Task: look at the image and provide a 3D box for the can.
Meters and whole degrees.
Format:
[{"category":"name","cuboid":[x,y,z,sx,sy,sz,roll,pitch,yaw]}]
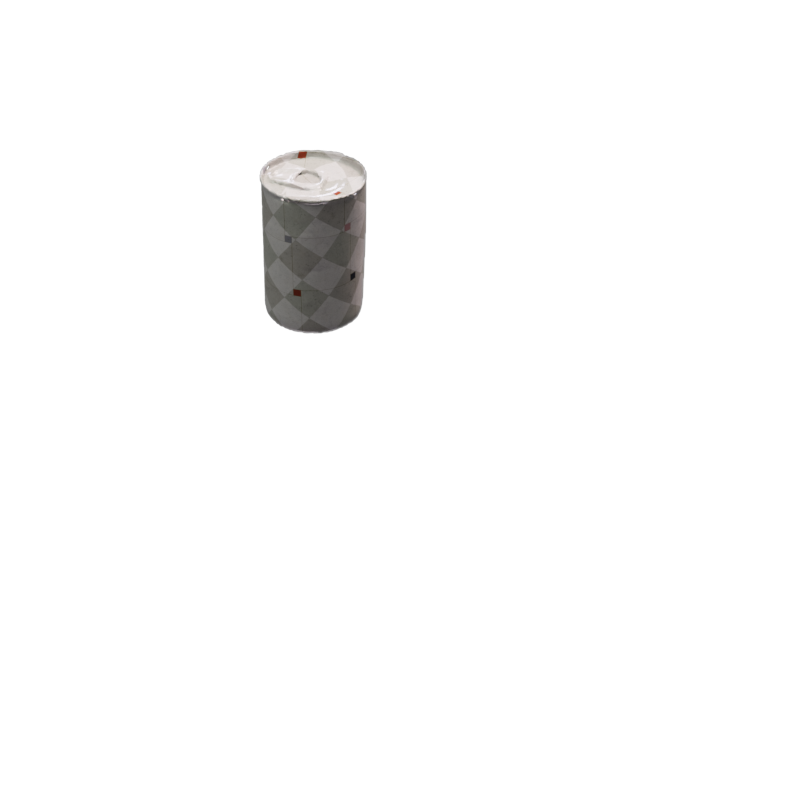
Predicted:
[{"category":"can","cuboid":[-0.057,-0.104,0.725,0.068,0.096,0.073,0,36,-3]}]
